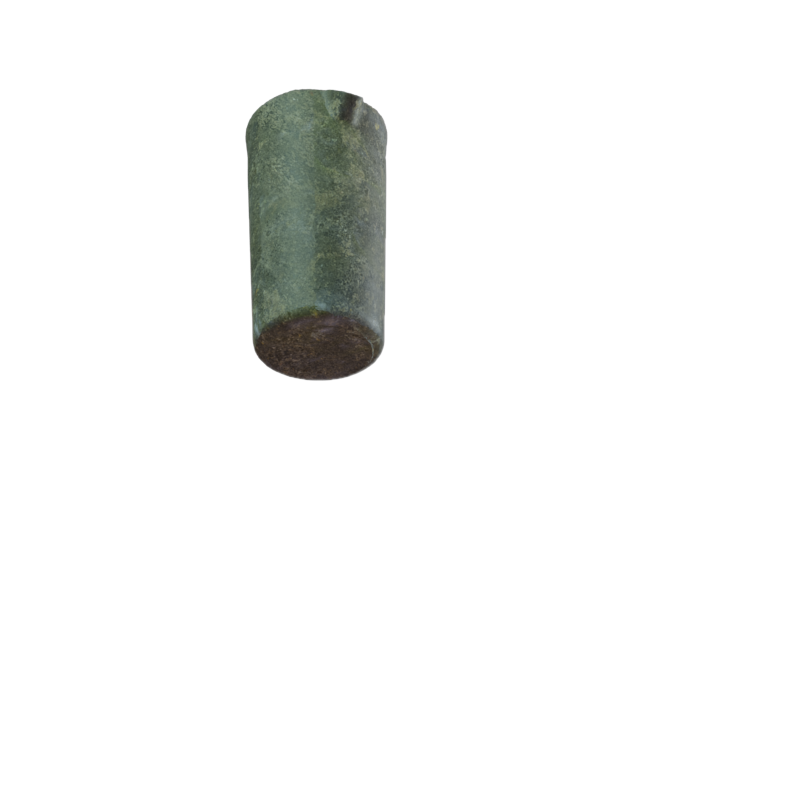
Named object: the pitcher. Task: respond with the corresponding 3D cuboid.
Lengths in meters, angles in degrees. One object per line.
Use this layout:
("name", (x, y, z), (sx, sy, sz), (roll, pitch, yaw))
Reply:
("pitcher", (-0.076, -0.139, 0.977), (0.146, 0.260, 0.138), (-12, -35, 15))
